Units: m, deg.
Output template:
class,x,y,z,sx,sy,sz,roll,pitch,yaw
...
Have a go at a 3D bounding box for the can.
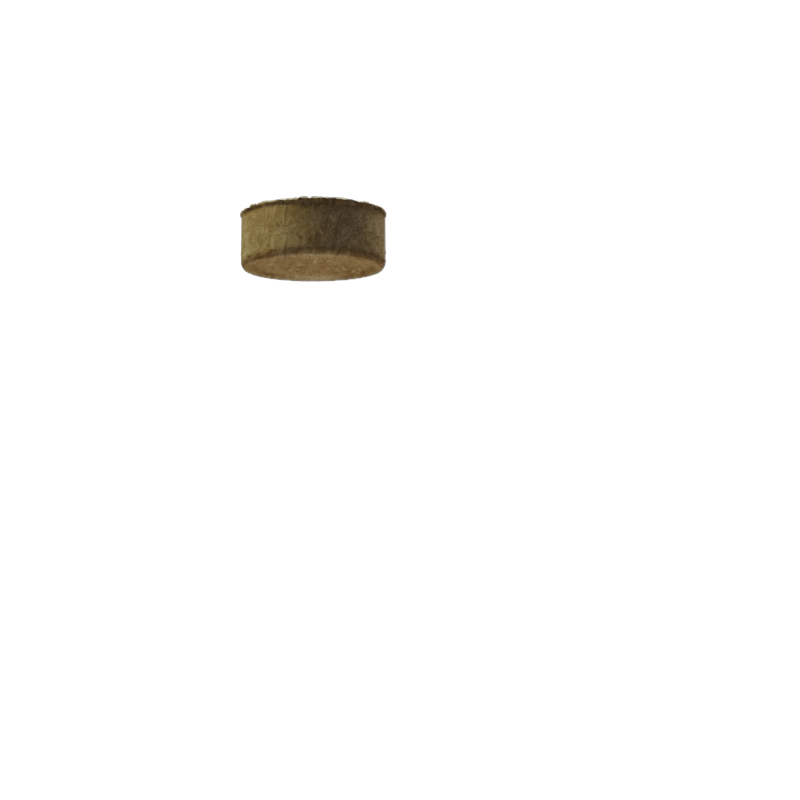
class,x,y,z,sx,sy,sz,roll,pitch,yaw
can,-0.051,-0.092,0.647,0.086,0.034,0.084,0,-5,-2
